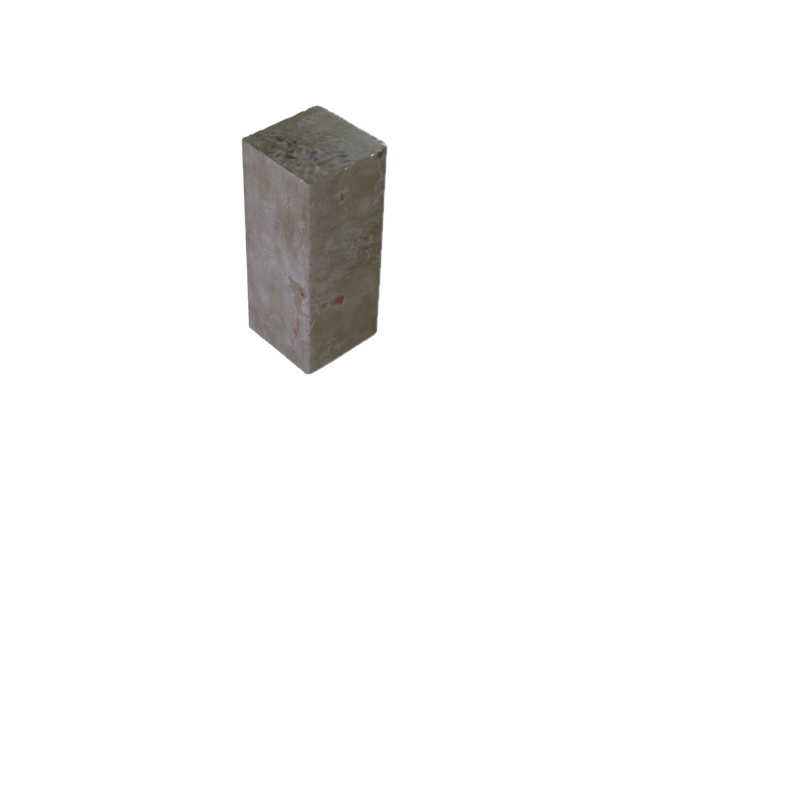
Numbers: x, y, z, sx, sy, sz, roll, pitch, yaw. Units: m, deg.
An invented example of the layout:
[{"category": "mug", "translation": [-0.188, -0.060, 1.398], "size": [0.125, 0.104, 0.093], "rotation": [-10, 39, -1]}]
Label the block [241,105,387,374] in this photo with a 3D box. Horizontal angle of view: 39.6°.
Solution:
[{"category": "block", "translation": [-0.076, -0.139, 0.974], "size": [0.090, 0.192, 0.097], "rotation": [-30, 50, -33]}]
